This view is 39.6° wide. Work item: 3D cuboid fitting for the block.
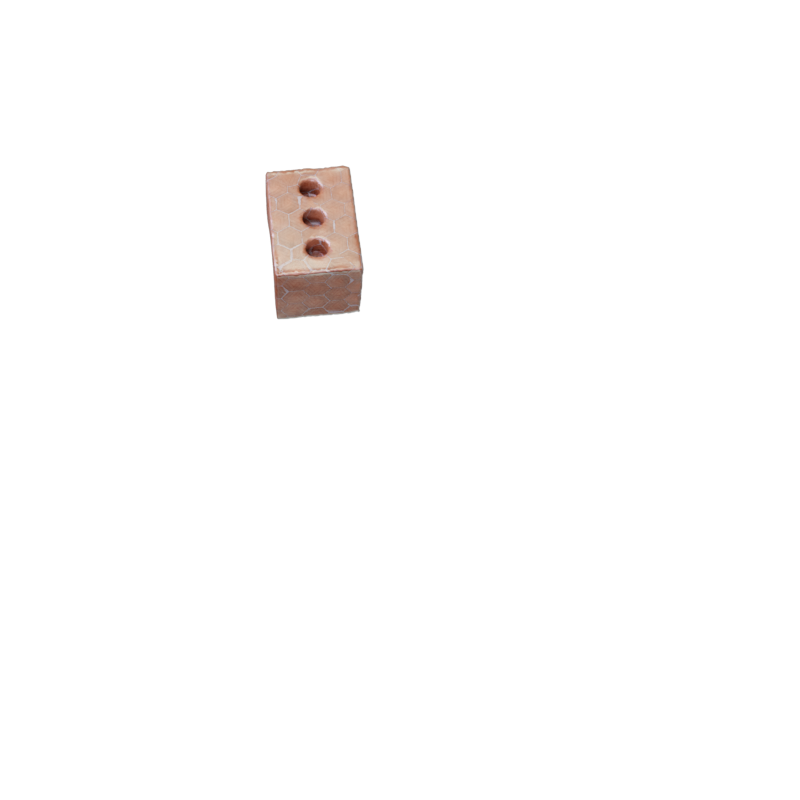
[{"bbox_3d":[-0.052,-0.095,0.669,0.052,0.084,0.048,-6,-31,-5],"label":"block"}]
